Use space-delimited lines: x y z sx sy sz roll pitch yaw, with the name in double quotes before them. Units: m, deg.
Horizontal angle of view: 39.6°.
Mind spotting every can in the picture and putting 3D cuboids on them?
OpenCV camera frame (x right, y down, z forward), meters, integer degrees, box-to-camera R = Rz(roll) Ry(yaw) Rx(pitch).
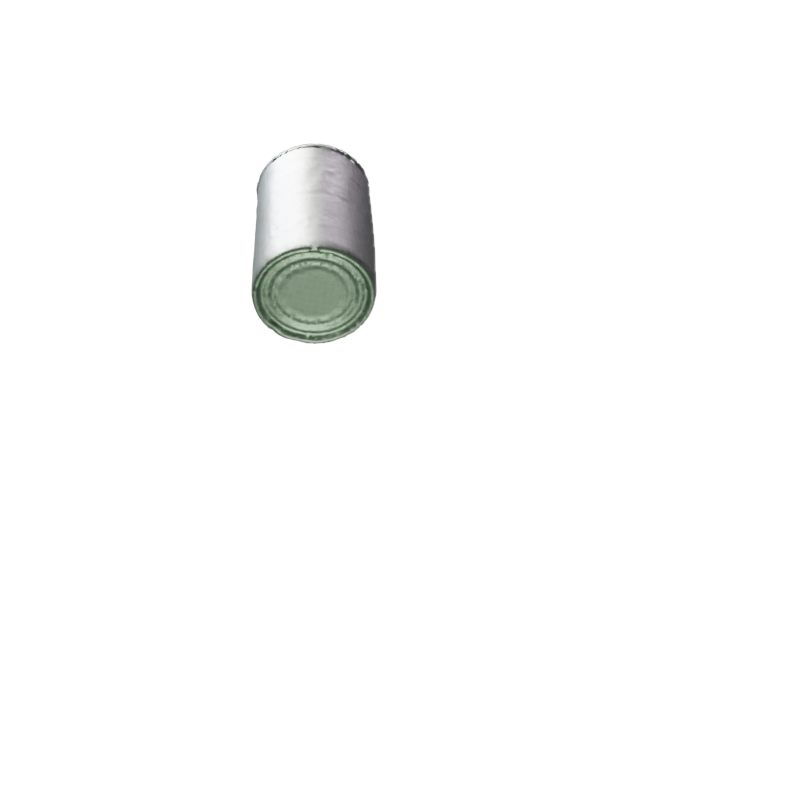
"can" -0.049 -0.089 0.624 0.068 0.064 0.110 -1 41 -3
